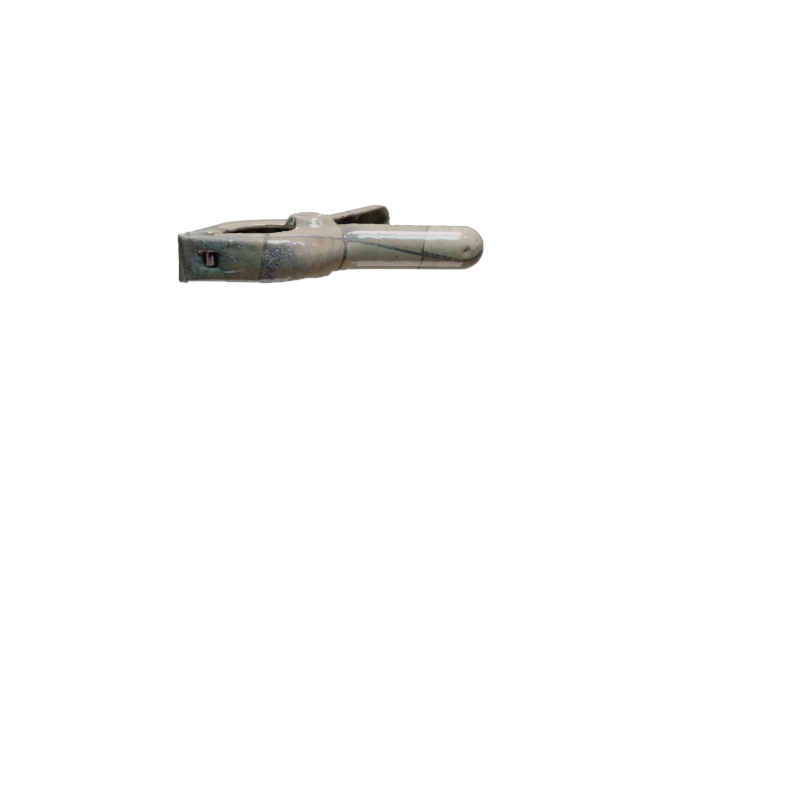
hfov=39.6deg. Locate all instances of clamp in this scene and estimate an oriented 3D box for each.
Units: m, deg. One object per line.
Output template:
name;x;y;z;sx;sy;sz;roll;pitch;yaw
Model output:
clamp;-0.051;-0.094;0.655;0.168;0.038;0.125;-4;12;-19
